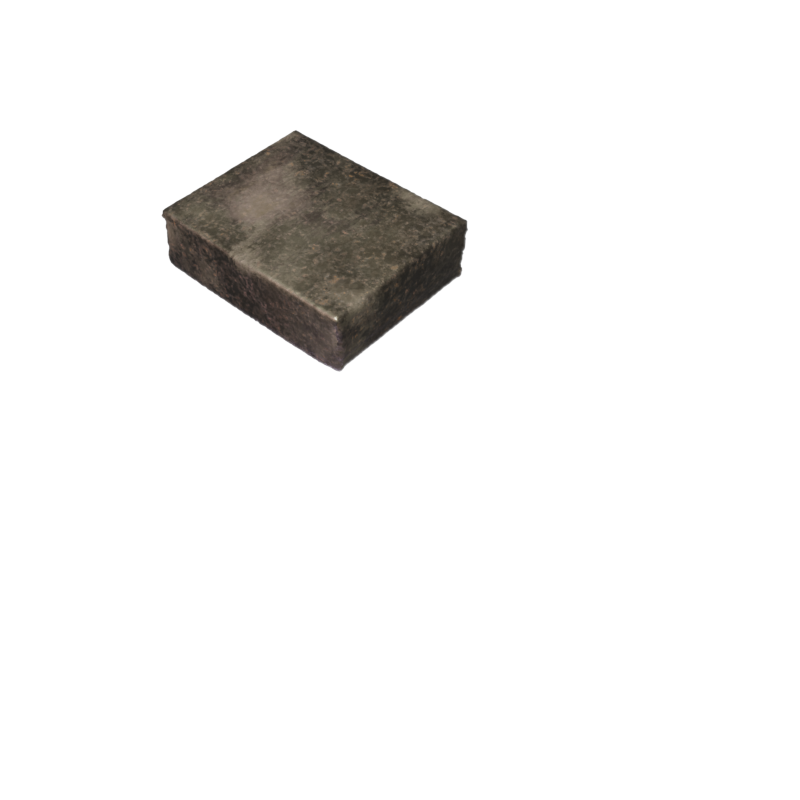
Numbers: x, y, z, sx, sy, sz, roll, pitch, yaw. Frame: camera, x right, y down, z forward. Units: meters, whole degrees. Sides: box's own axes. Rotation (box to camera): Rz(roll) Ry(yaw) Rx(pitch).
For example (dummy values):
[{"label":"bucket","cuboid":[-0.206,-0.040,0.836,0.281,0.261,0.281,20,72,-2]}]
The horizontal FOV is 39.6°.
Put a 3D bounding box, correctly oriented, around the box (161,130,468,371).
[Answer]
[{"label":"box","cuboid":[-0.040,-0.074,0.516,0.121,0.036,0.091,33,54,27]}]
